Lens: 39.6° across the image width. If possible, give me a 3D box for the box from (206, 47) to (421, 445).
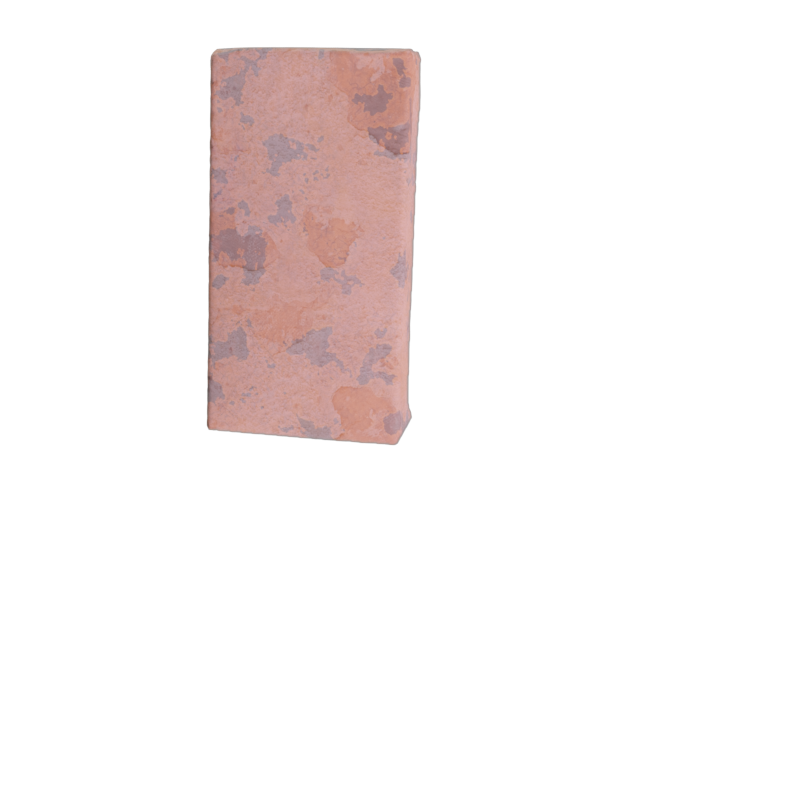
[{"bbox_3d":[-0.040,-0.073,0.510,0.095,0.172,0.048,3,10,10],"label":"box"}]
